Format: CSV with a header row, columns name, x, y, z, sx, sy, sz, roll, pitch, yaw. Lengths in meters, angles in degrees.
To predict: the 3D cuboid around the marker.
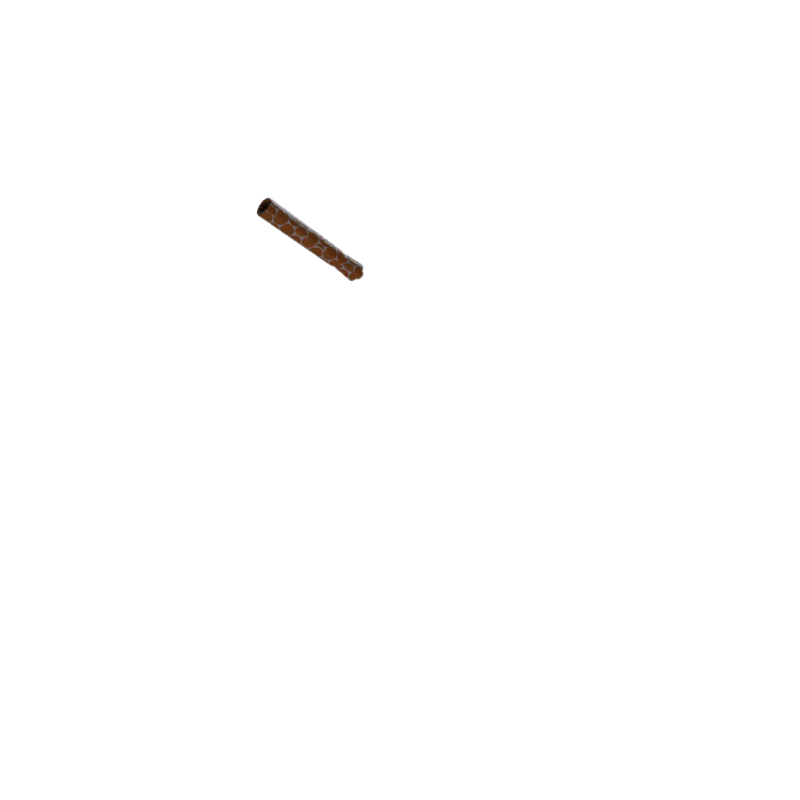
name,x,y,z,sx,sy,sz,roll,pitch,yaw
marker,-0.078,-0.141,0.991,0.114,0.020,0.020,33,-15,-30
